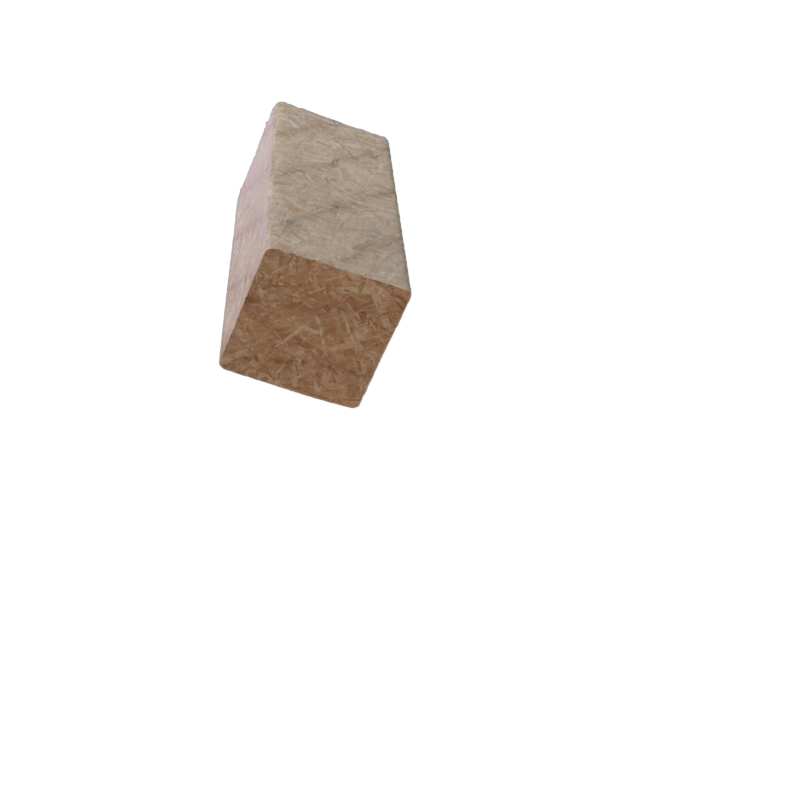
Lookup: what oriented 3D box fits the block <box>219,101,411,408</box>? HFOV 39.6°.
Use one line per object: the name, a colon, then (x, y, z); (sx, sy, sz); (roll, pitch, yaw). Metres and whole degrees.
block: (-0.057, -0.103, 0.721); (0.088, 0.087, 0.220); (16, 33, -15)
